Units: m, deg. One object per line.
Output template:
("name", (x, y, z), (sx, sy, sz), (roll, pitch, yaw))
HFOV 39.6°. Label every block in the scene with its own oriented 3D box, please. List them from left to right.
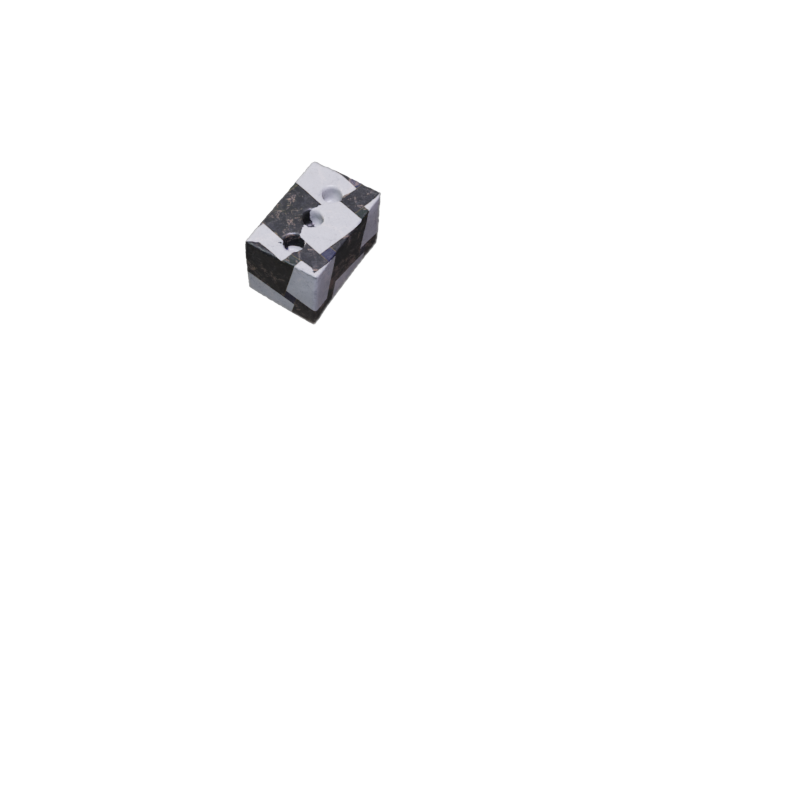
("block", (-0.054, -0.099, 0.696), (0.055, 0.080, 0.048), (27, -29, 14))
